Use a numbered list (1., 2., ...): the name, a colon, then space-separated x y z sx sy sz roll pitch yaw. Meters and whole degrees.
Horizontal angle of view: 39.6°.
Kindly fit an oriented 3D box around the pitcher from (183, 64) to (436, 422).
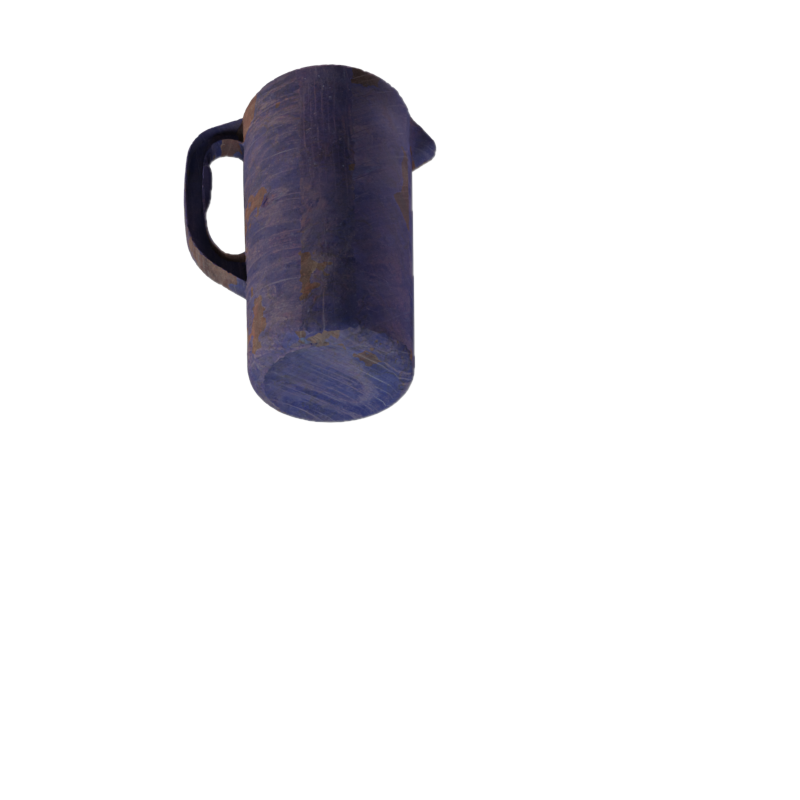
1. pitcher: -0.061 -0.112 0.784 0.149 0.261 0.135 -28 -44 28
